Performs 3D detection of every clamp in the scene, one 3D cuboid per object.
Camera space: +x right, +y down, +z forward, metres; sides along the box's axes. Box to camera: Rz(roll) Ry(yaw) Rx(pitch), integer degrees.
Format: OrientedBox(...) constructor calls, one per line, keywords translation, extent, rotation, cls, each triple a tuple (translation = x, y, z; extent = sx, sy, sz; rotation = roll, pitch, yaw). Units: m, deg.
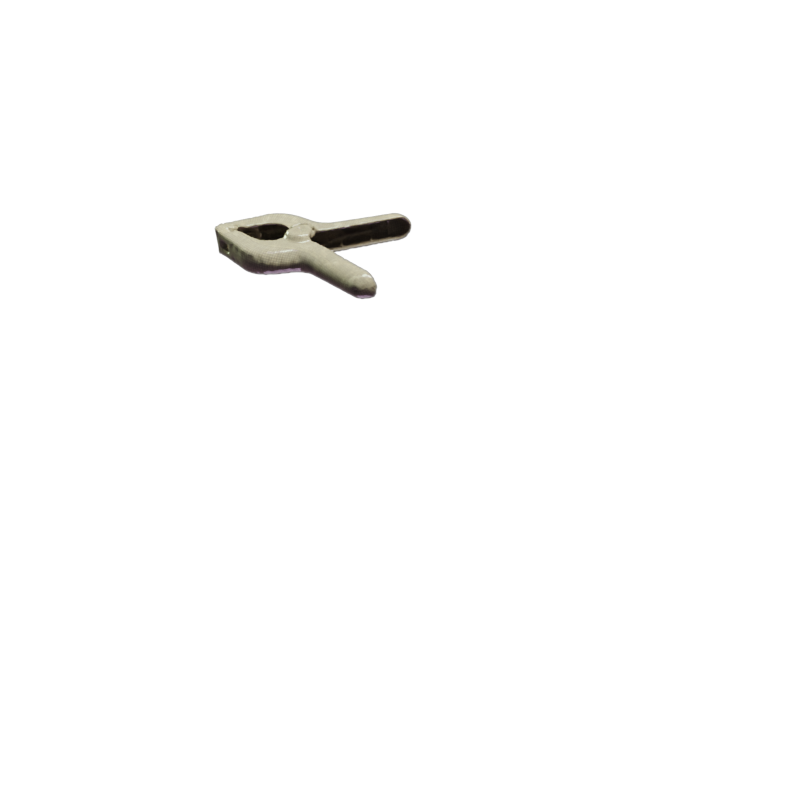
OrientedBox(translation=(-0.076, -0.139, 0.976), extent=(0.179, 0.037, 0.122), rotation=(15, 34, 23), cls="clamp")
